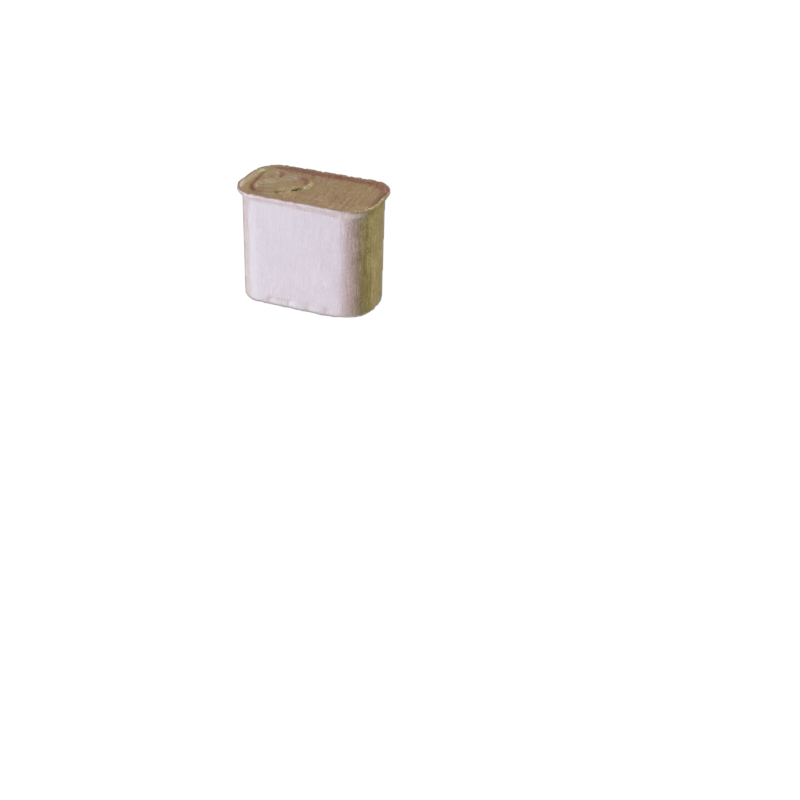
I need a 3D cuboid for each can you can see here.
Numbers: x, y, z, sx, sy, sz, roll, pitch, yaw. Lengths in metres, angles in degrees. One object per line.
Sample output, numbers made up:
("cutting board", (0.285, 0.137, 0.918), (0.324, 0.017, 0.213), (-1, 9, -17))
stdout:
("can", (-0.060, -0.110, 0.767), (0.106, 0.079, 0.059), (13, 31, 20))
